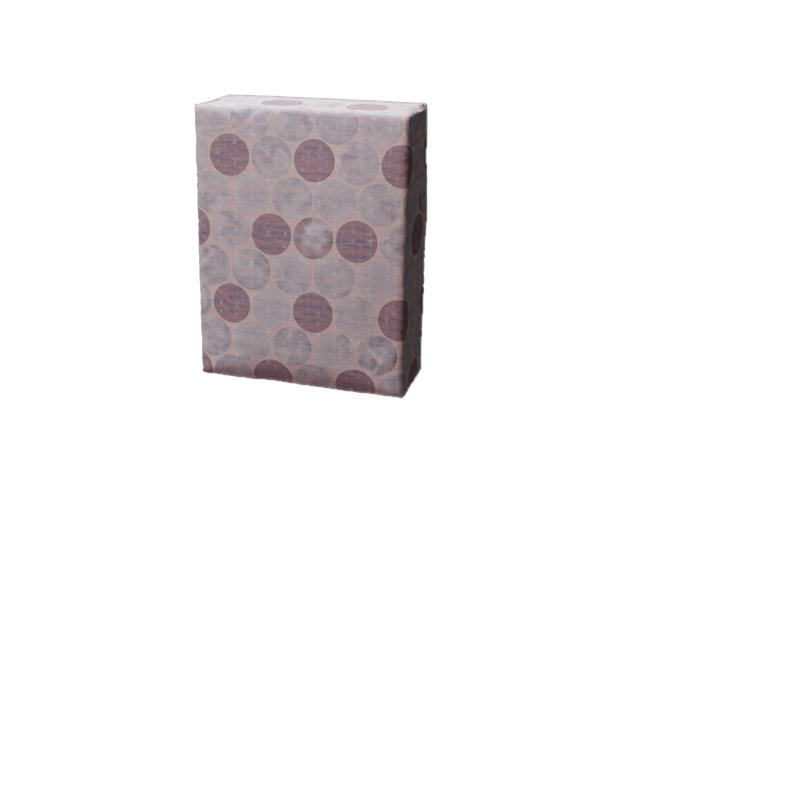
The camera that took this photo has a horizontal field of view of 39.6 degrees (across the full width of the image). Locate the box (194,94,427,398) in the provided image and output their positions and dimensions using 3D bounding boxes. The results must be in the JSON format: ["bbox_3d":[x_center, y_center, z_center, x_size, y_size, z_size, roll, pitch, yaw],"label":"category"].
[{"bbox_3d":[-0.066,-0.120,0.841,0.168,0.206,0.073,7,18,16],"label":"box"}]
